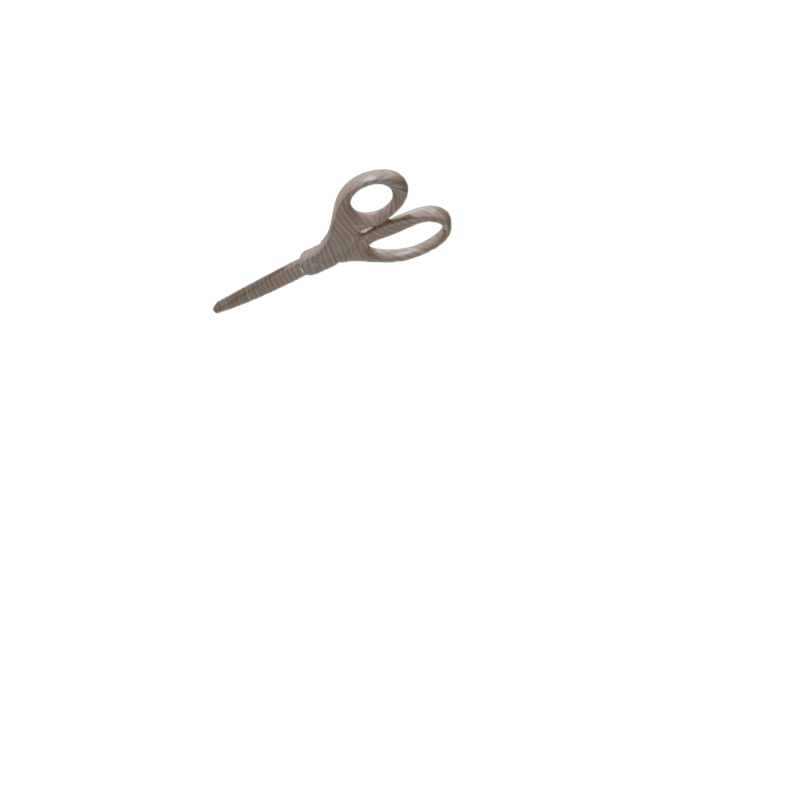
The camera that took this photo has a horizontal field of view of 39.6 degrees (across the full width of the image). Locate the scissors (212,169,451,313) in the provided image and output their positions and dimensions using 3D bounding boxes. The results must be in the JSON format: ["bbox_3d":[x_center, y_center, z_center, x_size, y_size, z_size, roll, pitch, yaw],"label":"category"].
[{"bbox_3d":[-0.064,-0.117,0.817,0.204,0.017,0.089,-12,-42,14],"label":"scissors"}]
